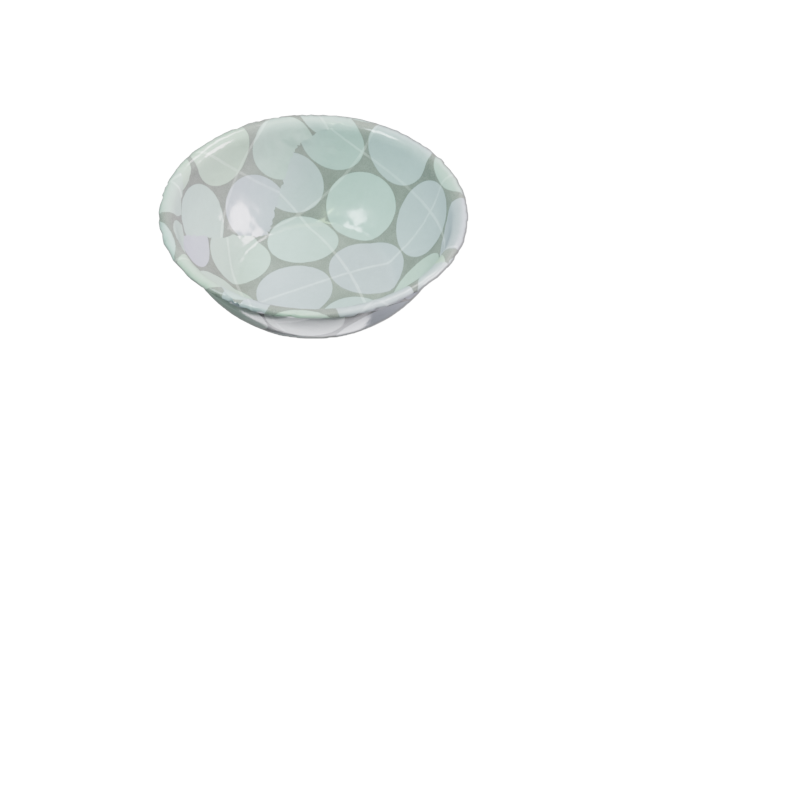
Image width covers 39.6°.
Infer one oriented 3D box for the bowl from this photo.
[{"bbox_3d":[-0.047,-0.085,0.597,0.162,0.174,0.051,-1,-44,-1],"label":"bowl"}]
